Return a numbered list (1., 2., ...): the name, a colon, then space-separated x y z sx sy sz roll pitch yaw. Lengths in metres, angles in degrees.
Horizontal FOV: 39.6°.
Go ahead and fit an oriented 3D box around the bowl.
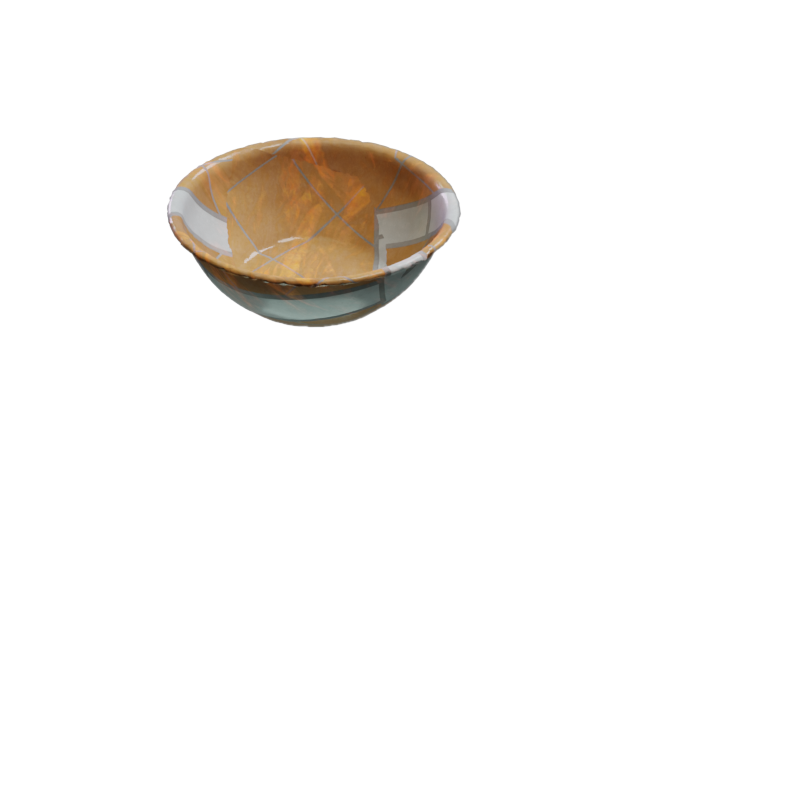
1. bowl: -0.049 -0.089 0.626 0.162 0.051 0.173 -1 37 -2
